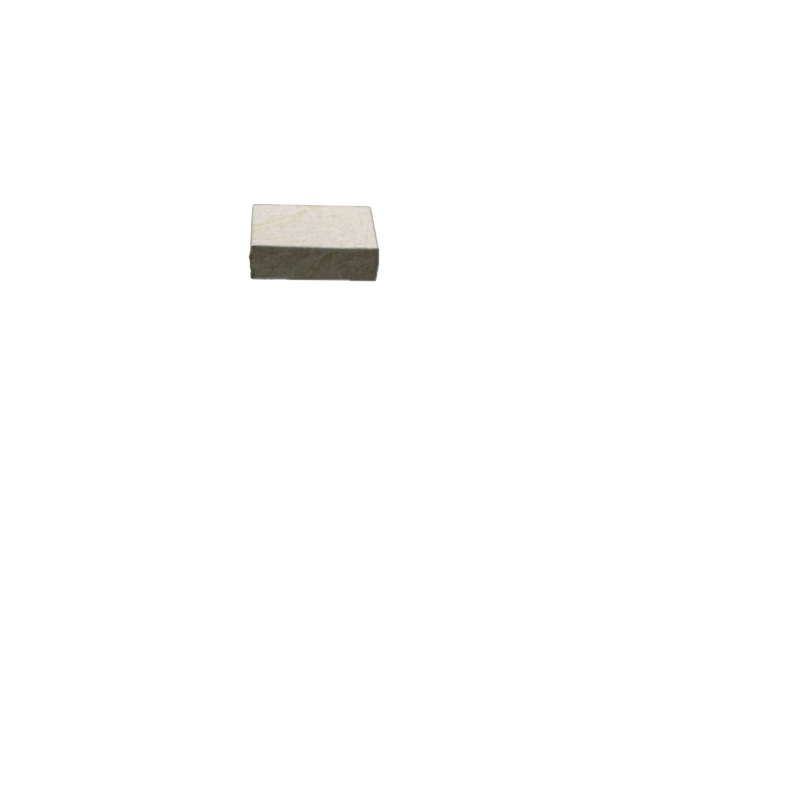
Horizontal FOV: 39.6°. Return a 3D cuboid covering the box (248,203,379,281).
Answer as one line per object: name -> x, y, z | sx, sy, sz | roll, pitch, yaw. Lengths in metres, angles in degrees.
box -> -0.078, -0.141, 0.990 | 0.113, 0.037, 0.095 | -2, 30, -3
